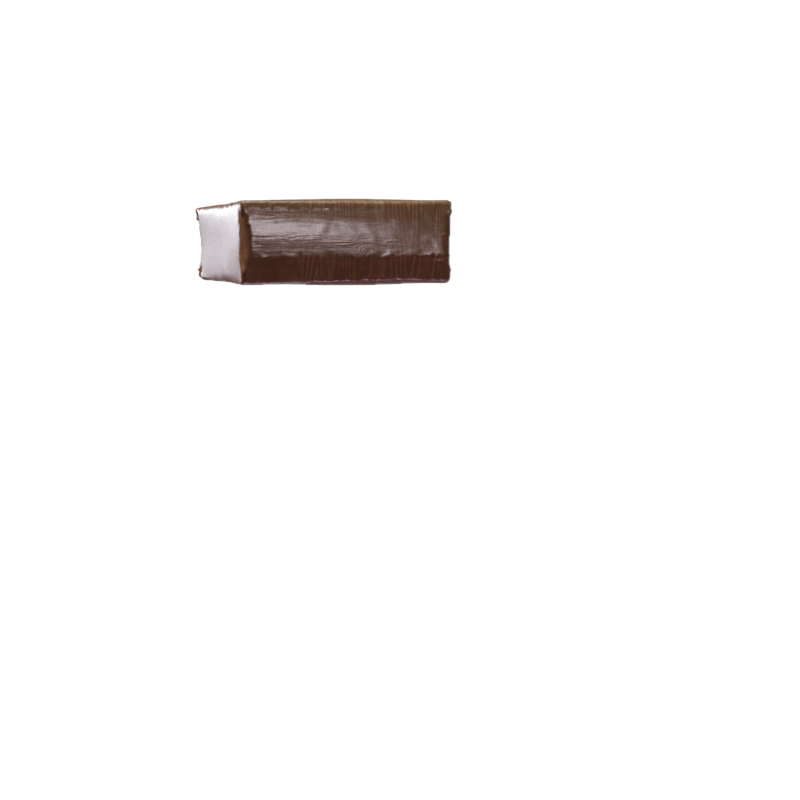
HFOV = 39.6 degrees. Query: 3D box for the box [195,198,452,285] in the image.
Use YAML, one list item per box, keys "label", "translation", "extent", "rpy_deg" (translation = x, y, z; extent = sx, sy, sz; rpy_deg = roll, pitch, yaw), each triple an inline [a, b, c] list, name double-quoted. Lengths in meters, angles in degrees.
- label: "box"
  translation: [-0.039, -0.071, 0.494]
  extent: [0.088, 0.039, 0.116]
  rpy_deg: [-2, 5, -18]
